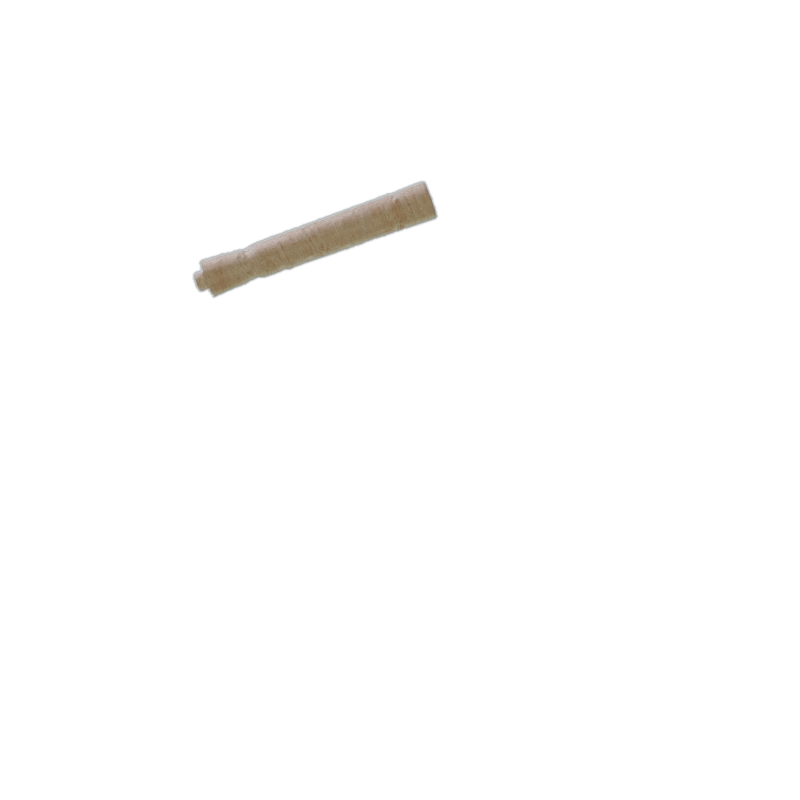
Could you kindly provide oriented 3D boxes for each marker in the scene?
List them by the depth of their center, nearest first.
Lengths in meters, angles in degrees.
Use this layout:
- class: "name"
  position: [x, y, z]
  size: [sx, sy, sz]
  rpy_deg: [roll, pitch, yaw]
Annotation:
- class: "marker"
  position: [-0.042, -0.077, 0.538]
  size: [0.121, 0.020, 0.020]
  rpy_deg: [-19, 3, 4]
